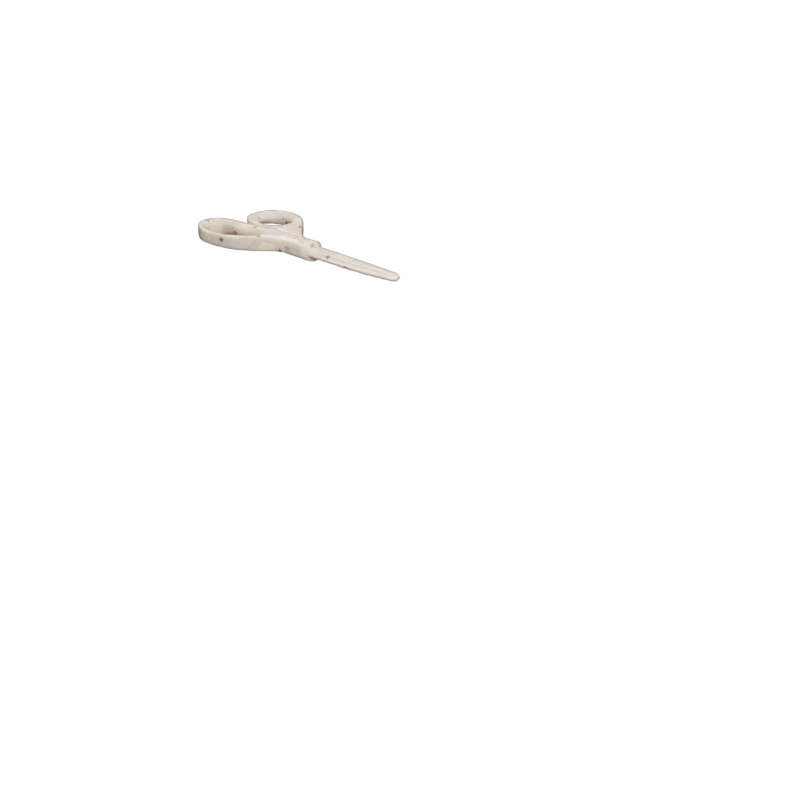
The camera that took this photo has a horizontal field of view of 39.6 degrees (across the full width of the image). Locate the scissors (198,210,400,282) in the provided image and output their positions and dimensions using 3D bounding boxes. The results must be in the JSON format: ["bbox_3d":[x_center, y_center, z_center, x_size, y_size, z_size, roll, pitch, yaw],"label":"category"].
[{"bbox_3d":[-0.069,-0.127,0.887,0.211,0.015,0.096,14,28,28],"label":"scissors"}]
